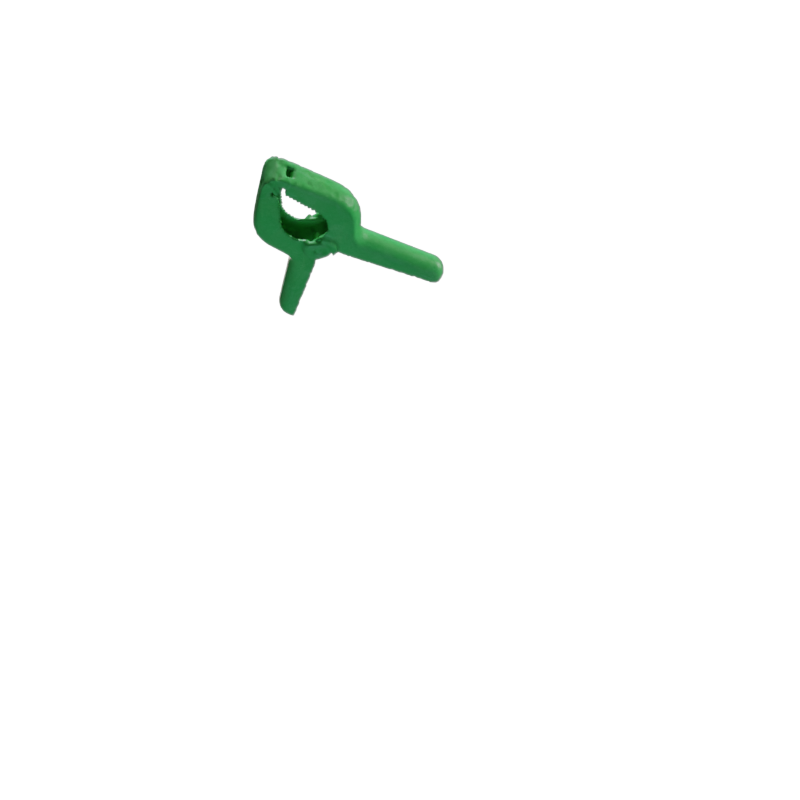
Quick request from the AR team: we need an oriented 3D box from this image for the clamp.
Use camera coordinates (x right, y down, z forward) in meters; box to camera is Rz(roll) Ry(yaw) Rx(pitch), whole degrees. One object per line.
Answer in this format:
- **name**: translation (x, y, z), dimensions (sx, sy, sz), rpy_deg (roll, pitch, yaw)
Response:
- **clamp**: translation (-0.078, -0.141, 0.990), dimensions (0.166, 0.039, 0.194), rpy_deg (-16, -34, 26)
